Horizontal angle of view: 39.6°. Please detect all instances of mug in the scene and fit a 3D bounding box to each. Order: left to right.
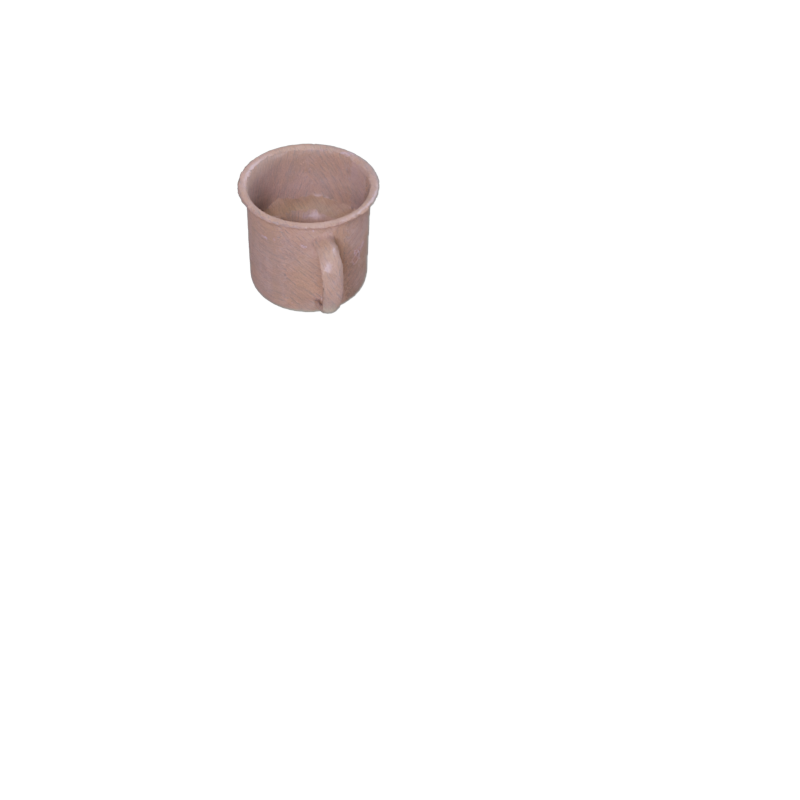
[{"bbox_3d":[-0.058,-0.106,0.740,0.092,0.076,0.127,-12,45,-14],"label":"mug"}]
